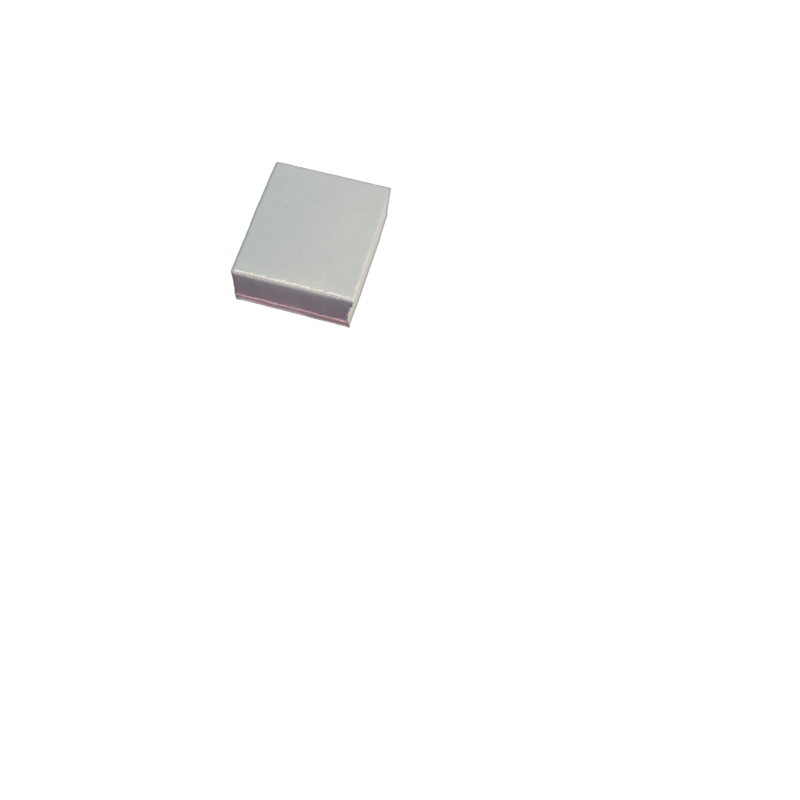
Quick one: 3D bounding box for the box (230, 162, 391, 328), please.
[{"bbox_3d":[-0.063,-0.115,0.807,0.091,0.119,0.036,12,-33,7],"label":"box"}]
